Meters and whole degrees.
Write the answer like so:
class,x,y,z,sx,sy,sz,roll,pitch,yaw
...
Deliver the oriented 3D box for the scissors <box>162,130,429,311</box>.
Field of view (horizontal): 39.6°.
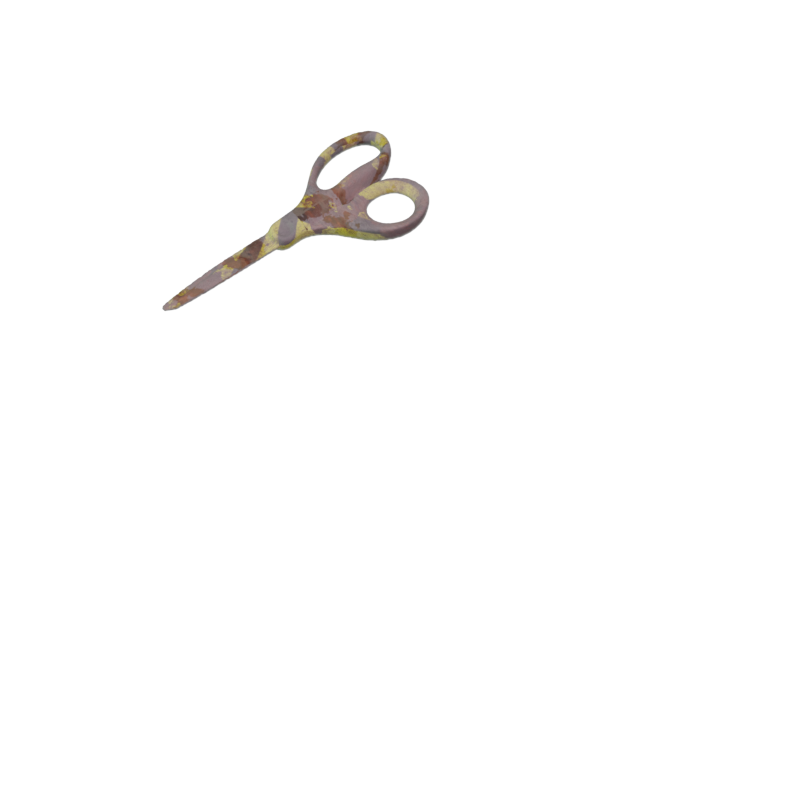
class,x,y,z,sx,sy,sz,roll,pitch,yaw
scissors,-0.058,-0.106,0.745,0.100,0.206,0.015,30,-27,17
